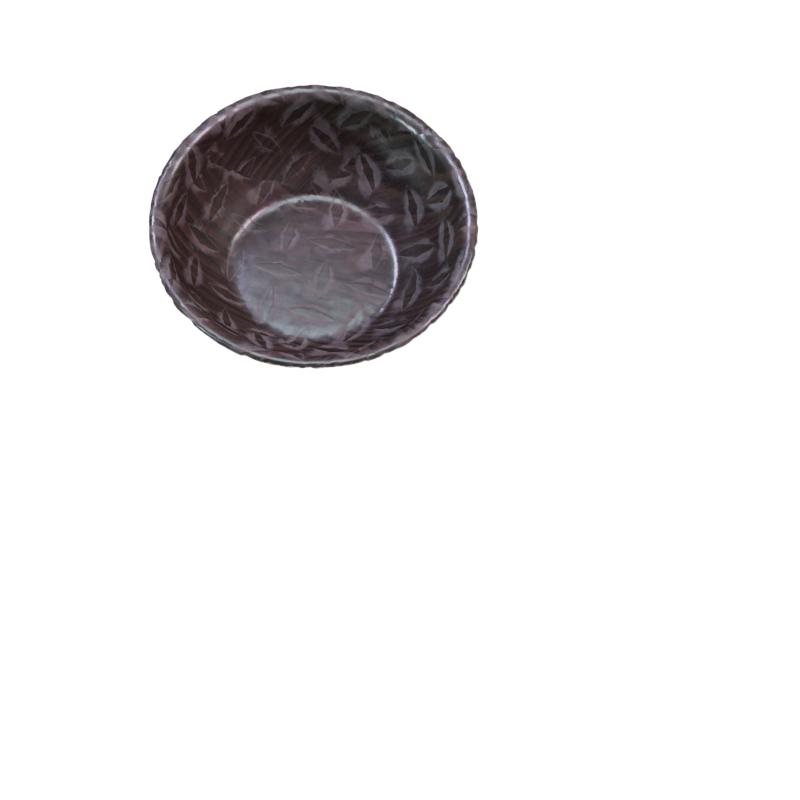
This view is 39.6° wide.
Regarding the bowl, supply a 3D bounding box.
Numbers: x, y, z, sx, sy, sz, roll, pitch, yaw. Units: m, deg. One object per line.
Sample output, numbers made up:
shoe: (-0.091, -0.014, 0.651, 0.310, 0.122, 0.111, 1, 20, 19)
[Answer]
bowl: (-0.044, -0.081, 0.566, 0.162, 0.172, 0.052, -1, -28, -1)
